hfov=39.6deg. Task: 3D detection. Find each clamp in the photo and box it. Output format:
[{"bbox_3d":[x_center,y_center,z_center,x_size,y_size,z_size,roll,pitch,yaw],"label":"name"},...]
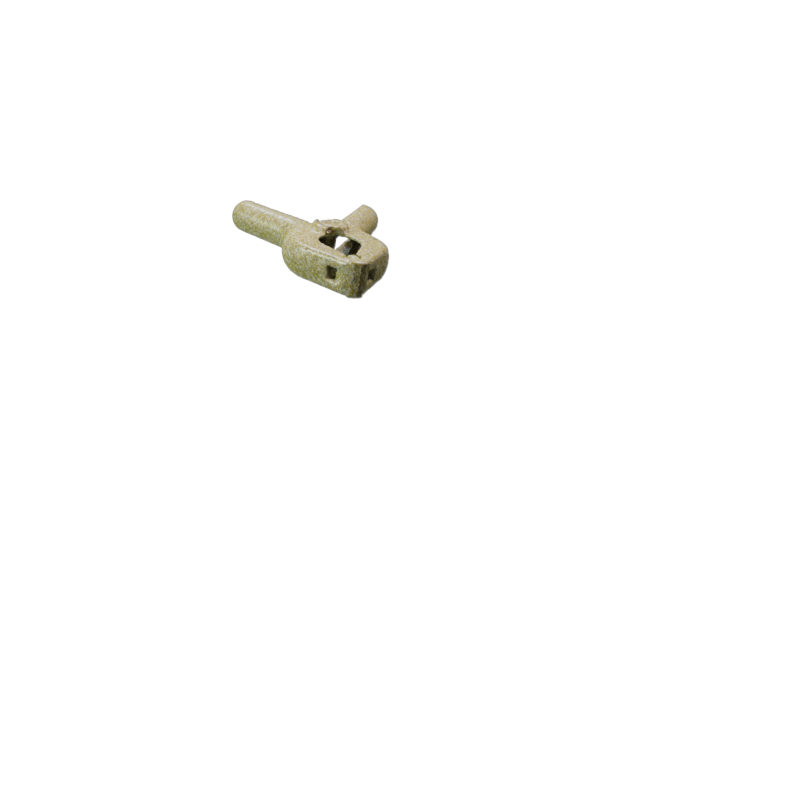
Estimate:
[{"bbox_3d":[-0.066,-0.120,0.842,0.119,0.038,0.180,-3,22,-8],"label":"clamp"}]
